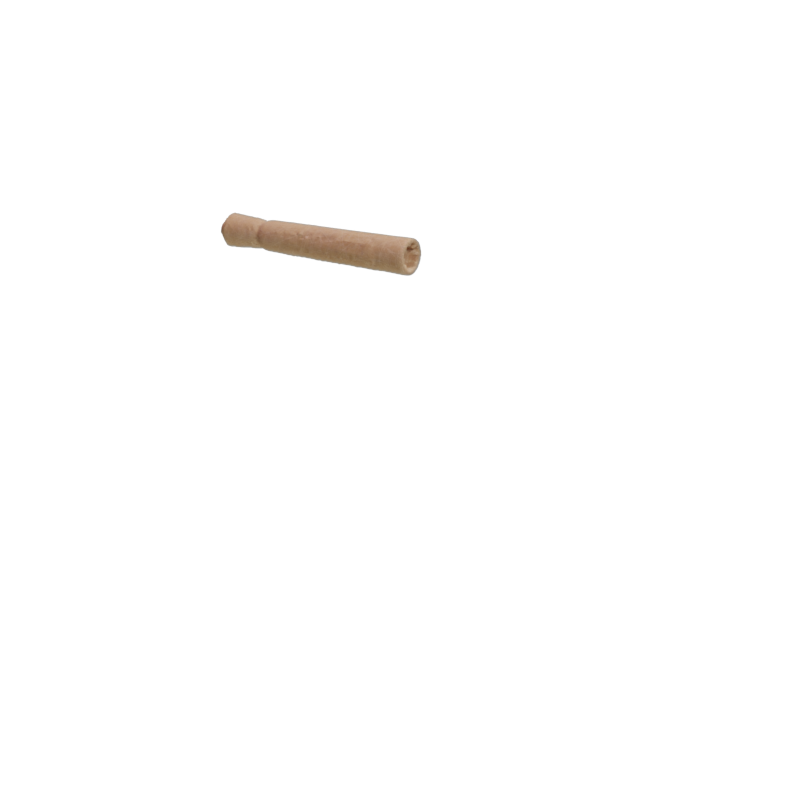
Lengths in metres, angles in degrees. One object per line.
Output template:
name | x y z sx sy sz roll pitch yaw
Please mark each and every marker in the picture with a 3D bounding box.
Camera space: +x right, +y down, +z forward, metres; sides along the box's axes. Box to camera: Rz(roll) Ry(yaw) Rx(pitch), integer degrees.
marker | -0.045 -0.083 0.578 0.127 0.019 0.019 14 11 34
